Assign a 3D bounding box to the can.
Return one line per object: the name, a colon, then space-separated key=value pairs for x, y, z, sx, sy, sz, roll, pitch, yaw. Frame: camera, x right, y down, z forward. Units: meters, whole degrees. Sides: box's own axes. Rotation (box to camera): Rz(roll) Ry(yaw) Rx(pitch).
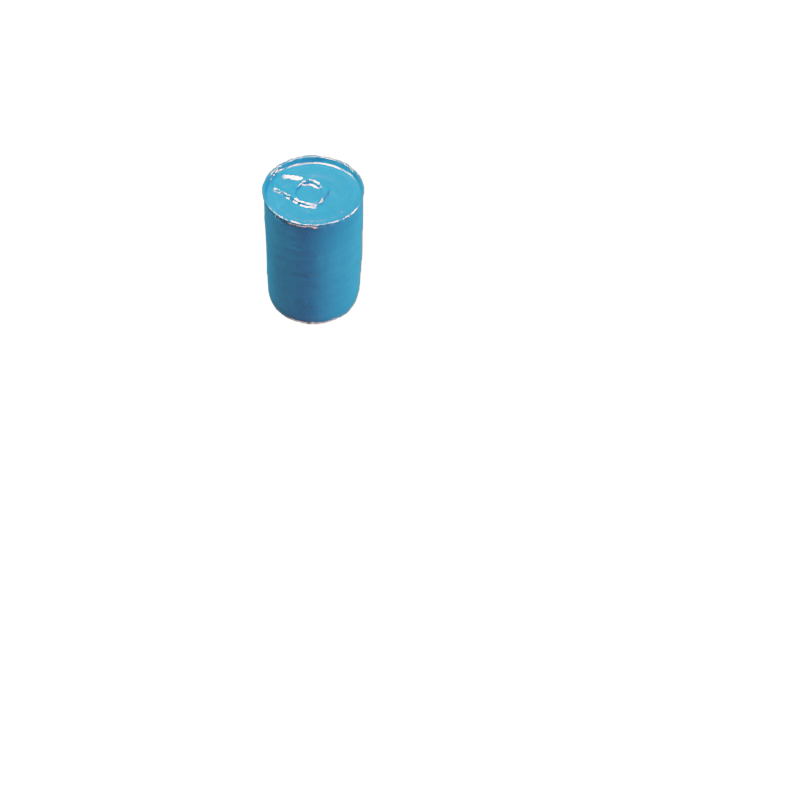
can: x=-0.060 y=-0.110 z=0.771 sx=0.068 sy=0.074 sz=0.095 roll=0 pitch=-40 yaw=-3
